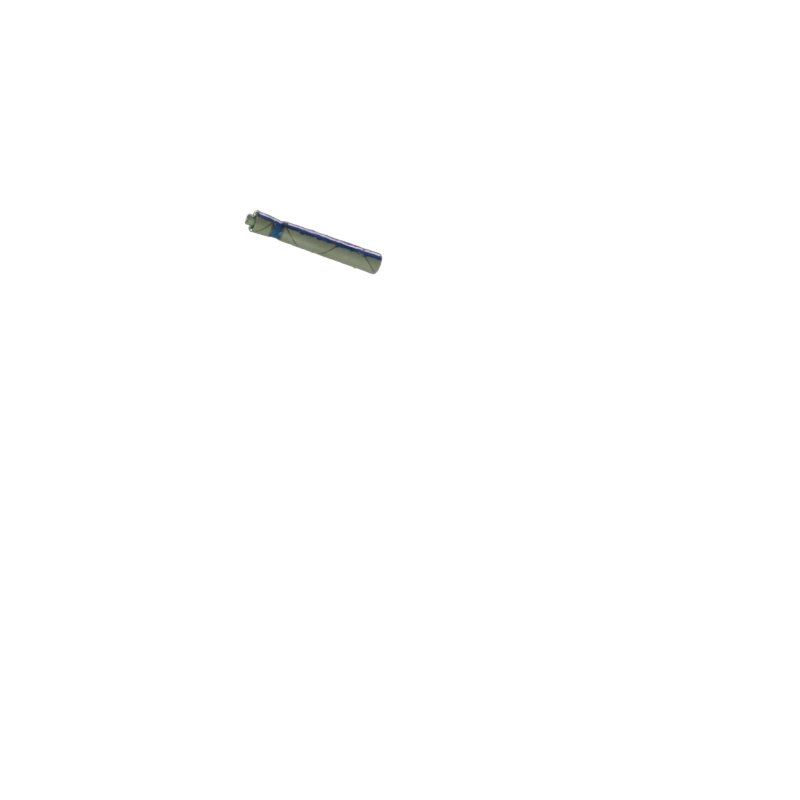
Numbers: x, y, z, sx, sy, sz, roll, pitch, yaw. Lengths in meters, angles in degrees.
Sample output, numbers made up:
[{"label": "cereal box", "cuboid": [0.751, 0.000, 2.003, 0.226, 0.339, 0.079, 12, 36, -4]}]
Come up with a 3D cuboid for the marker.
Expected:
[{"label": "marker", "cuboid": [-0.072, -0.131, 0.918, 0.117, 0.020, 0.020, 17, -2, -19]}]
